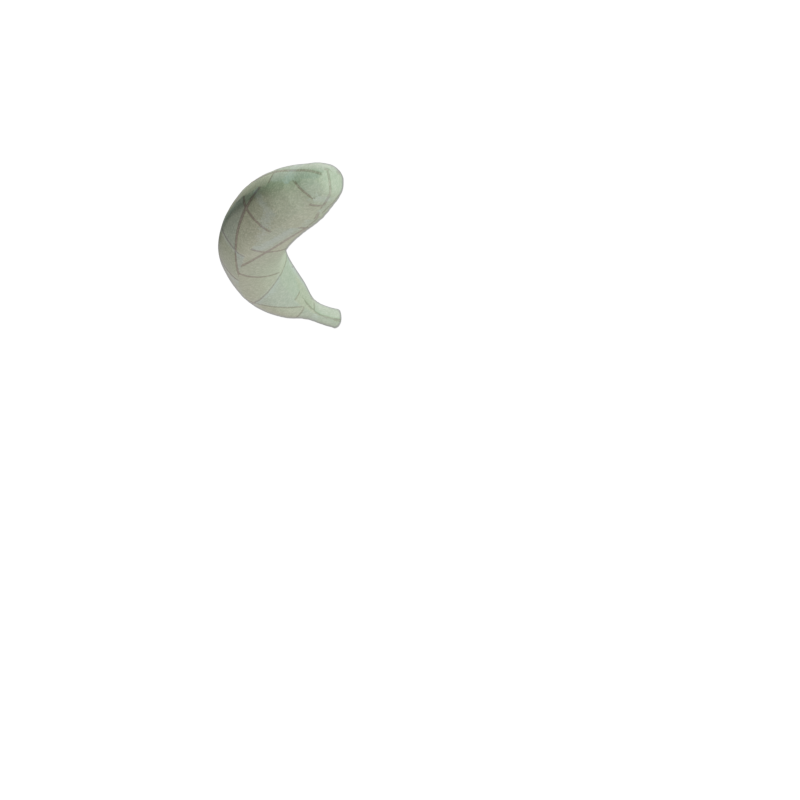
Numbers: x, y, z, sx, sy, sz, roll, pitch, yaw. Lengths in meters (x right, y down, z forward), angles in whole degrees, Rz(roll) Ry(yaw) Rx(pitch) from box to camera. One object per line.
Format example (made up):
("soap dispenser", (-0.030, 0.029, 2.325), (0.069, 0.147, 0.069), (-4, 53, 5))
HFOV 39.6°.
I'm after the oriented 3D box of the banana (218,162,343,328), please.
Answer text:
("banana", (-0.066, -0.085, 0.606), (0.069, 0.038, 0.190), (0, -15, -2))
